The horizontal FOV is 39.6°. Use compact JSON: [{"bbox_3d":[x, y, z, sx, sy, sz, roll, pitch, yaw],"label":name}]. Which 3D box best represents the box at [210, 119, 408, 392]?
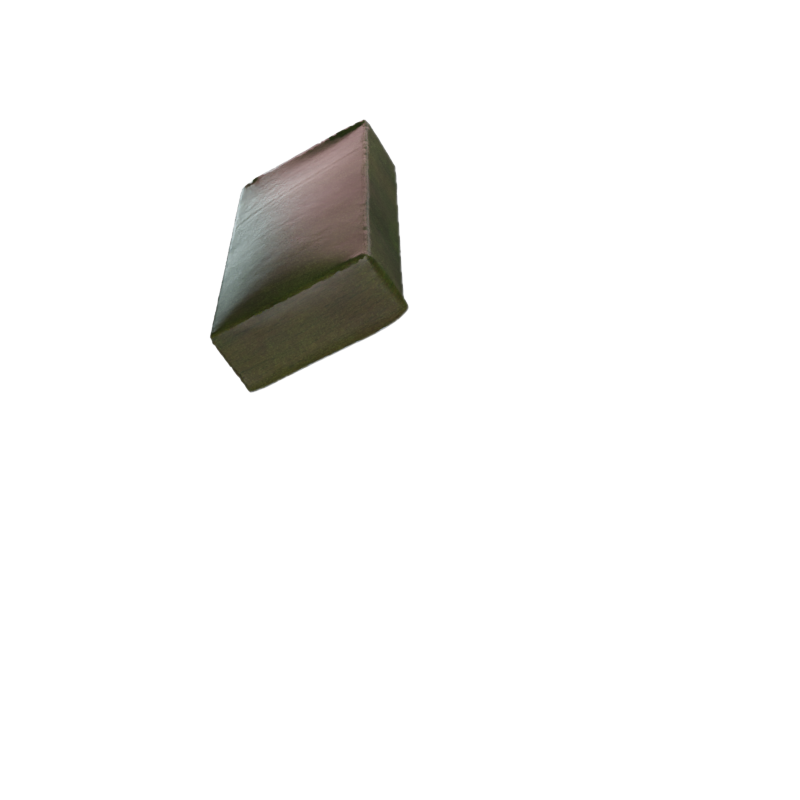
[{"bbox_3d":[-0.048,-0.087,0.608,0.093,0.045,0.188,-26,33,14],"label":"box"}]
